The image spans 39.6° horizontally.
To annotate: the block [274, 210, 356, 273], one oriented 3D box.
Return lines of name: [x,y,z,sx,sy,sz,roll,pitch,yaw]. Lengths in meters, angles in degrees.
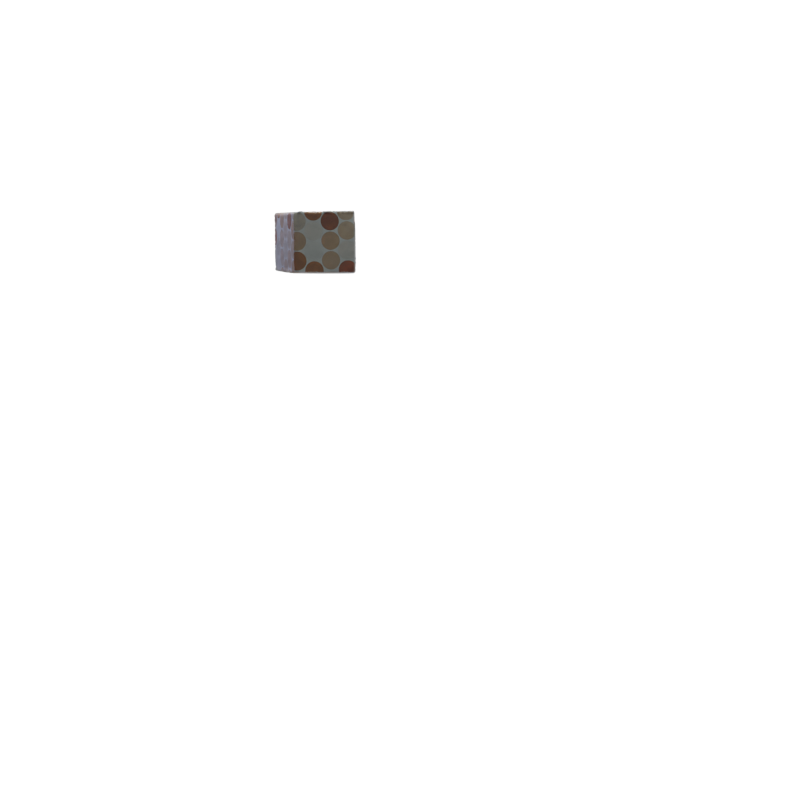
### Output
block: [-0.073,-0.133,0.931,0.052,0.051,0.080,-1,7,-18]
